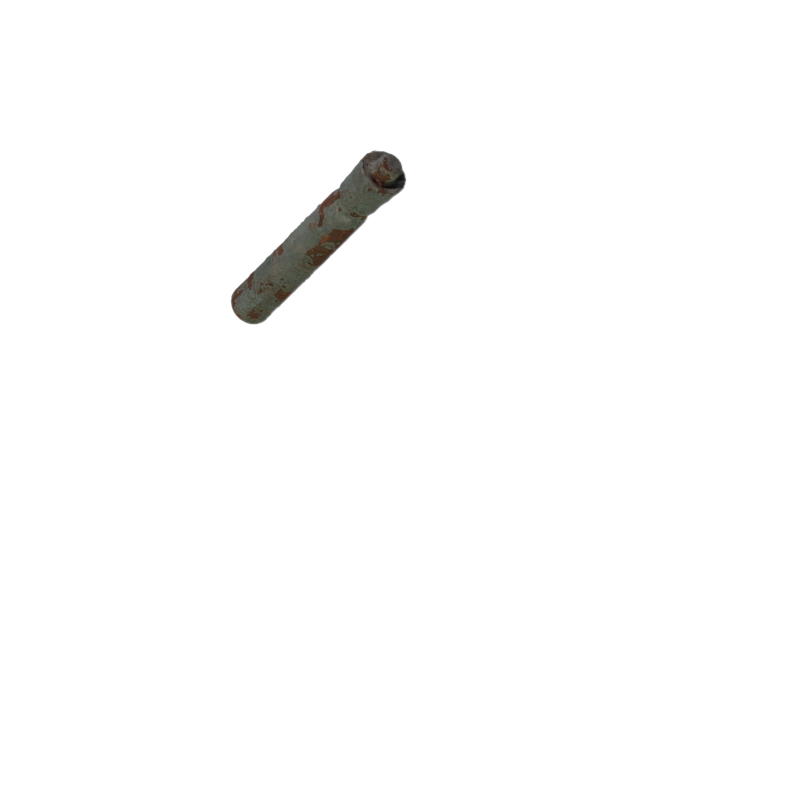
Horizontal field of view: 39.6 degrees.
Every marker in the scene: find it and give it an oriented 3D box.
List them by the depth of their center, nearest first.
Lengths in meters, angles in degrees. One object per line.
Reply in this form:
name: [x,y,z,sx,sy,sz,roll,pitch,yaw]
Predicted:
marker: [-0.035,-0.063,0.442,0.019,0.021,0.119,-2,-20,-35]
